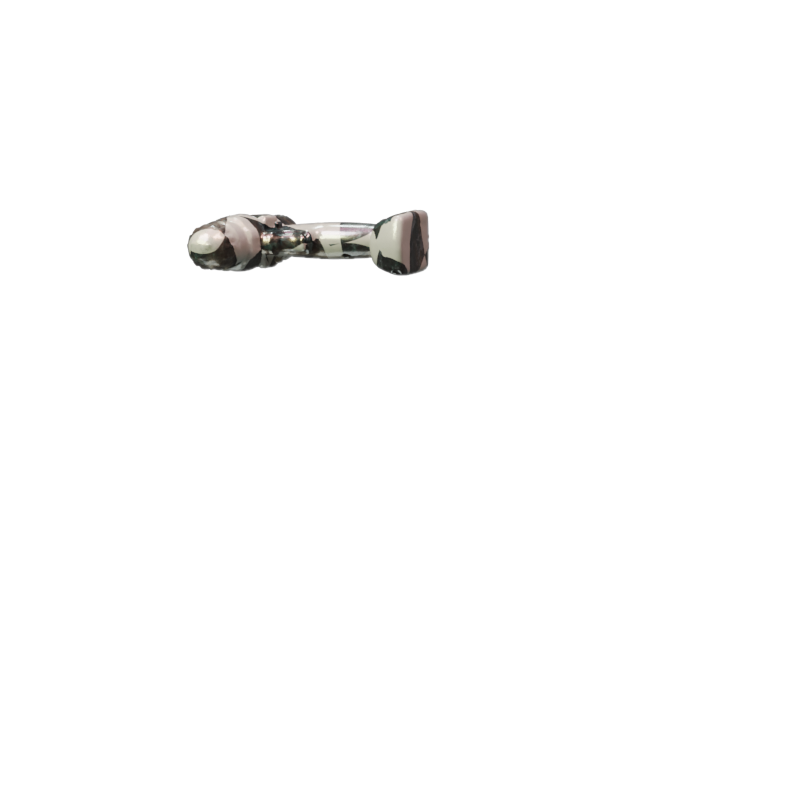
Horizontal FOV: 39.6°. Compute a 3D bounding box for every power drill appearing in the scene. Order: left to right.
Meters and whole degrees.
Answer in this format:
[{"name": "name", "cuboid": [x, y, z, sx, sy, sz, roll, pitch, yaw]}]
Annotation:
[{"name": "power drill", "cuboid": [-0.078, -0.142, 0.996, 0.193, 0.056, 0.183, 4, 13, 18]}]
